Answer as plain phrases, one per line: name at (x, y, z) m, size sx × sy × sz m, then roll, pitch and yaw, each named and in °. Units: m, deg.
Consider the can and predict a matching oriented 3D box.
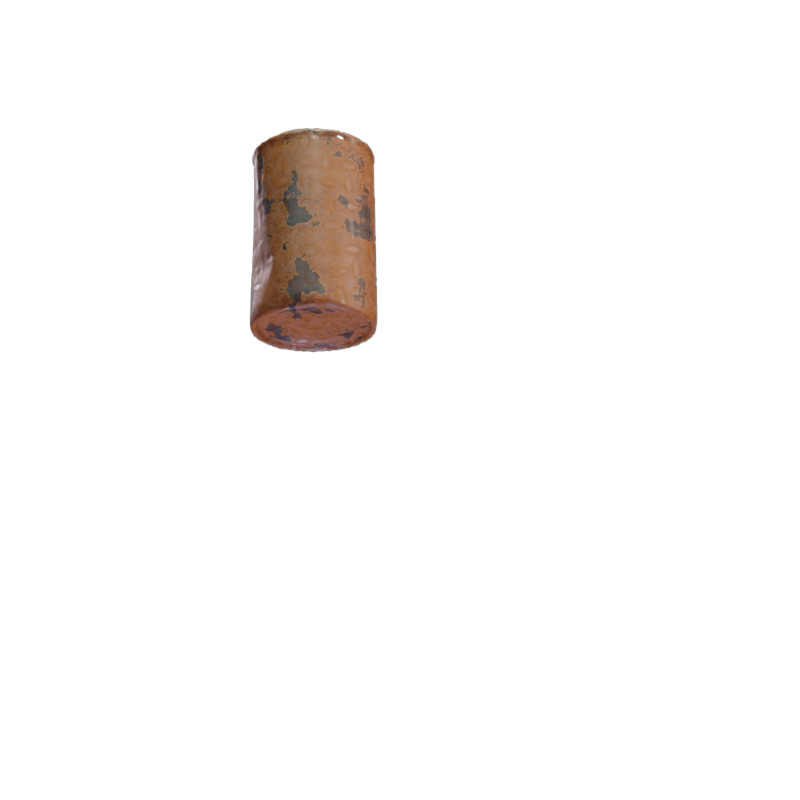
can at (-0.046, -0.085, 0.592) m, size 0.068 × 0.108 × 0.065 m, roll 0°, pitch -23°, yaw -2°
